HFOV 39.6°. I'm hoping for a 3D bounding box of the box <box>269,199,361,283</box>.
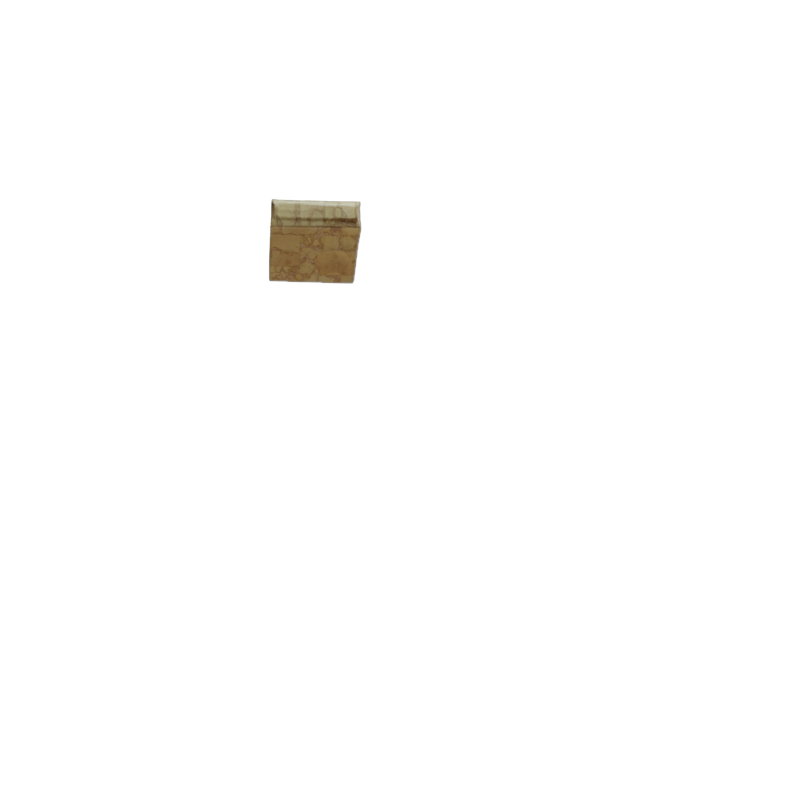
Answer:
[{"bbox_3d":[-0.072,-0.131,0.917,0.073,0.032,0.084,2,-28,-4],"label":"box"}]
